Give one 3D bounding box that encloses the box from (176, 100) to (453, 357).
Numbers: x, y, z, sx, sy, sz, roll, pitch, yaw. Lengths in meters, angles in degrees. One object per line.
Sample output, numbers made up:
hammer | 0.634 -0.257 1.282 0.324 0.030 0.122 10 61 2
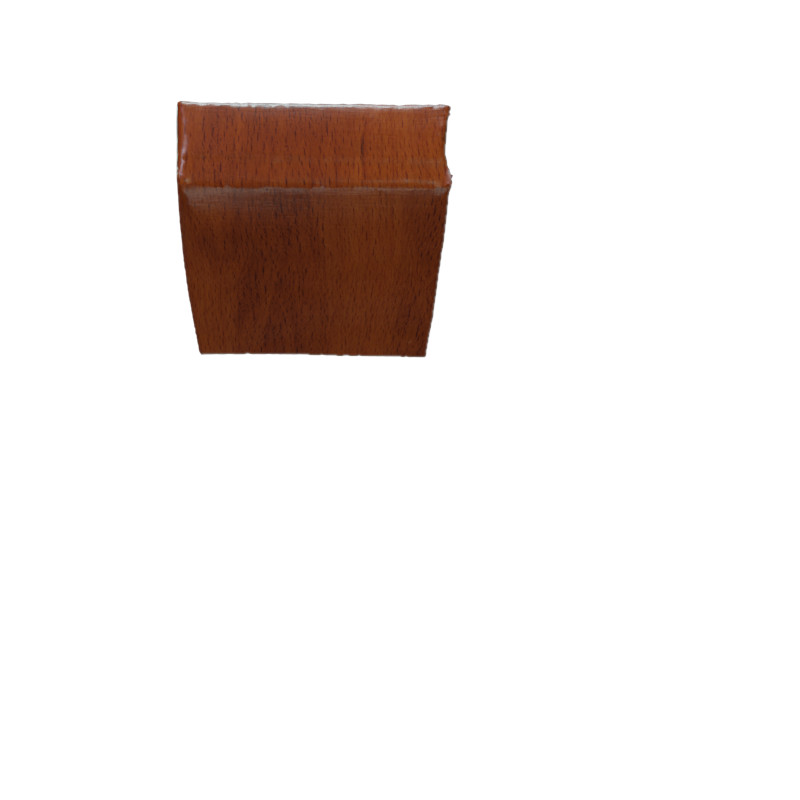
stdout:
box | -0.031 -0.056 0.393 0.090 0.041 0.107 1 -28 -2
